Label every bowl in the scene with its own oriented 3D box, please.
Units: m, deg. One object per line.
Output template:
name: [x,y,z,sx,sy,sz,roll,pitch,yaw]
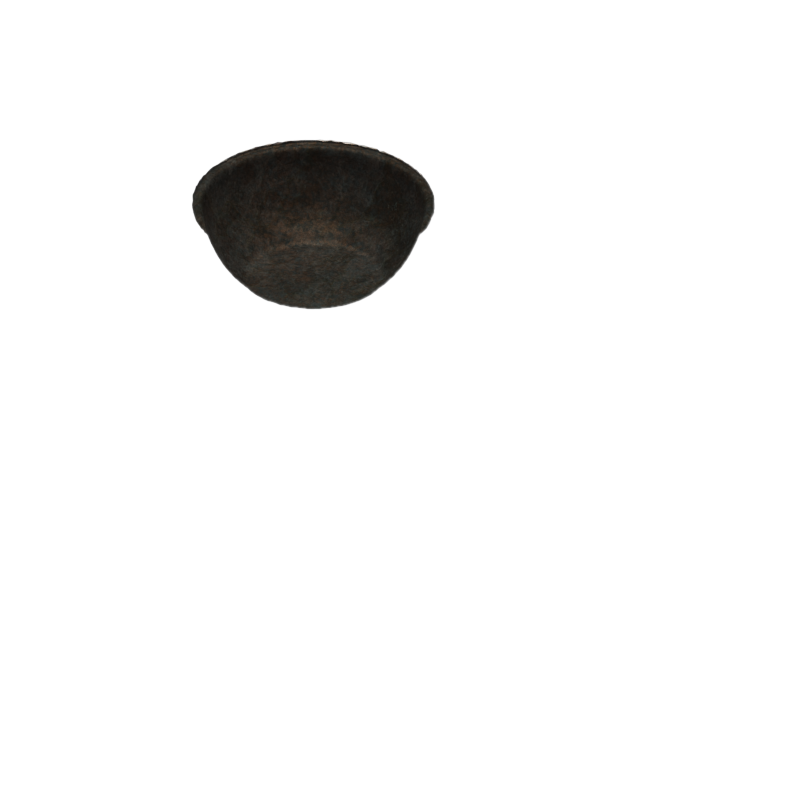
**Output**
bowl: [-0.057,-0.104,0.727,0.162,0.058,0.153,1,-24,-2]
